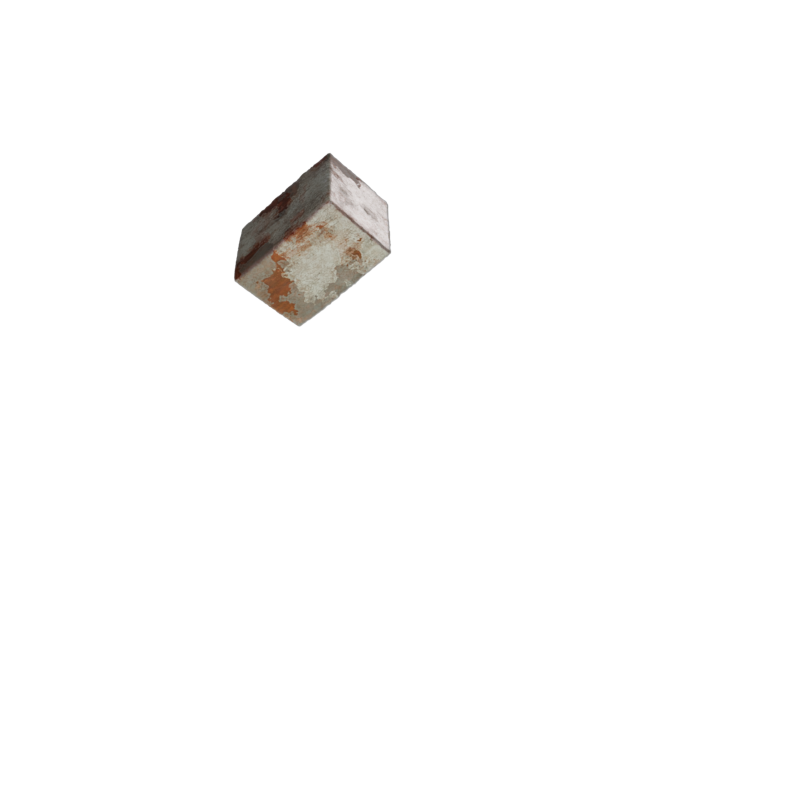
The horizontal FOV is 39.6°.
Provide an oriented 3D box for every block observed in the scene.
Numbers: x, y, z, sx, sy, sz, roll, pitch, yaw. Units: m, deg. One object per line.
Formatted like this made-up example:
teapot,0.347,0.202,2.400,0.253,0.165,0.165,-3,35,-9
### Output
block,-0.050,-0.092,0.643,0.077,0.055,0.050,-37,-59,24
